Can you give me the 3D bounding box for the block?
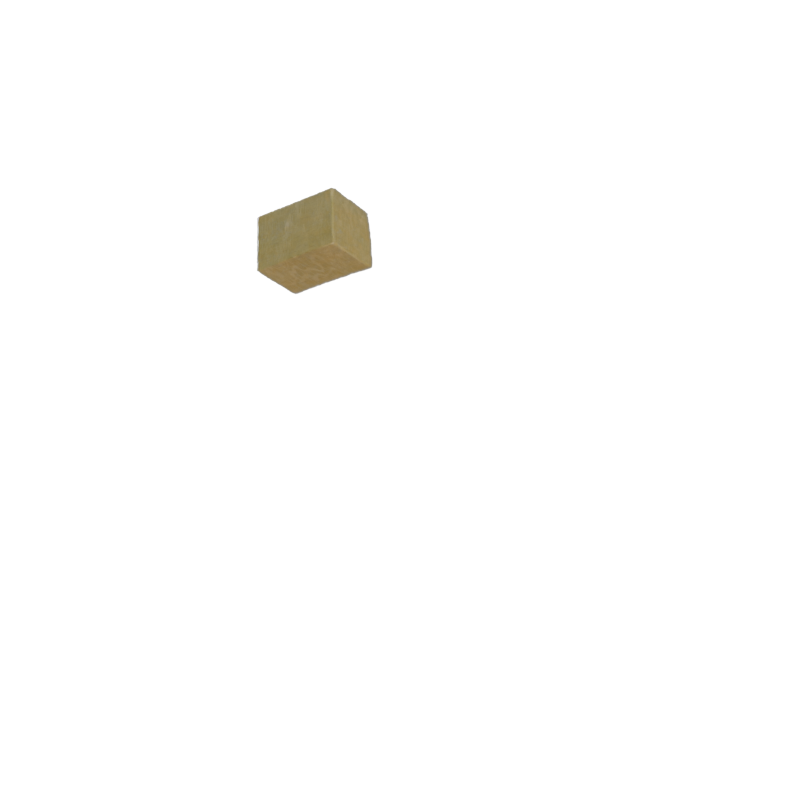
[{"bbox_3d":[-0.069,-0.126,0.880,0.079,0.054,0.049,-16,-29,30],"label":"block"}]
